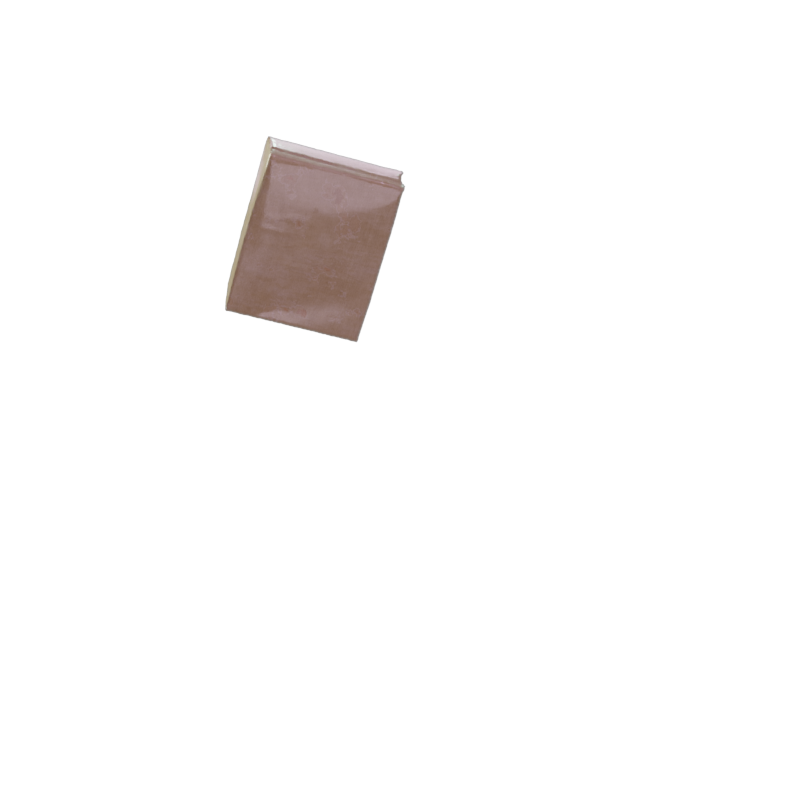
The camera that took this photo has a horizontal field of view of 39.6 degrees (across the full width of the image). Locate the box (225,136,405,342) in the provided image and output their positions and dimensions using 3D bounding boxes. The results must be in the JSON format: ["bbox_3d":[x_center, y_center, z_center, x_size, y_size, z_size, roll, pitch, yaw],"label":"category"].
[{"bbox_3d":[-0.055,-0.100,0.702,0.089,0.109,0.041,15,25,-8],"label":"box"}]
